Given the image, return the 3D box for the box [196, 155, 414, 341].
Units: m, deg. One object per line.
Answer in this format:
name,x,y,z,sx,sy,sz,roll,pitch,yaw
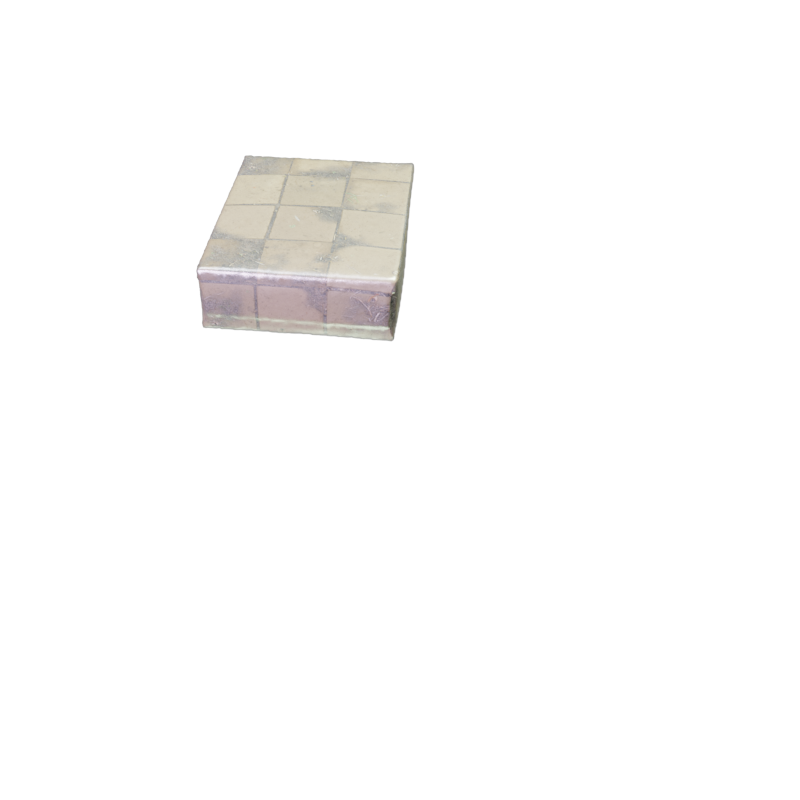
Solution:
box,-0.042,-0.076,0.536,0.091,0.036,0.120,4,36,4
